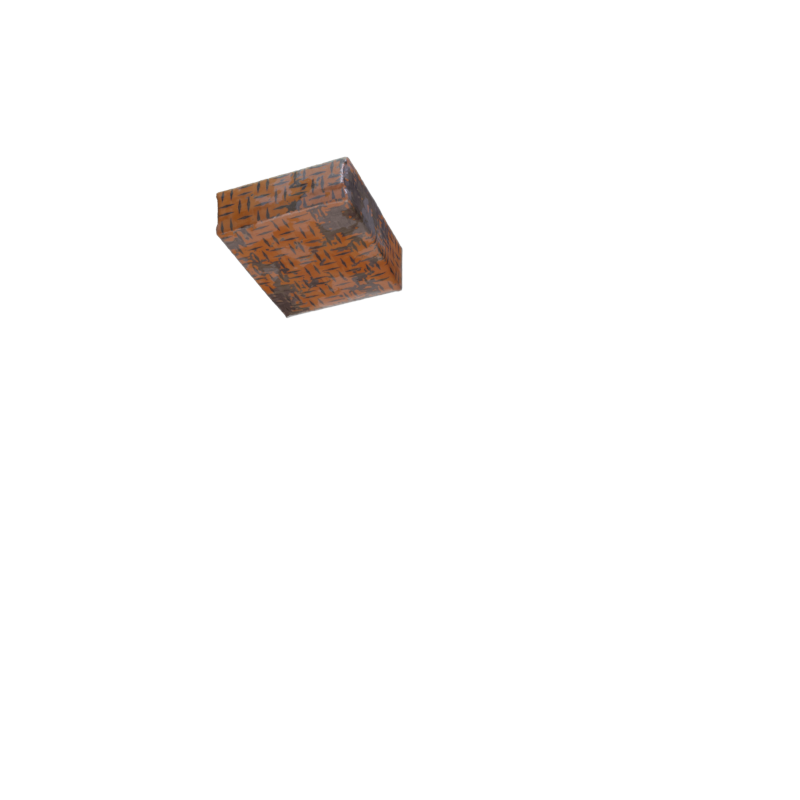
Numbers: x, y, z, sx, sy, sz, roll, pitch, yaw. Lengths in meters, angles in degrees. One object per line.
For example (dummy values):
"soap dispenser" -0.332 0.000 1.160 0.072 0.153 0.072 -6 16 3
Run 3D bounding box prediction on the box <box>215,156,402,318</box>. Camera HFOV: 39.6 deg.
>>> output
"box" -0.056 -0.103 0.719 0.091 0.042 0.105 -11 -34 17
